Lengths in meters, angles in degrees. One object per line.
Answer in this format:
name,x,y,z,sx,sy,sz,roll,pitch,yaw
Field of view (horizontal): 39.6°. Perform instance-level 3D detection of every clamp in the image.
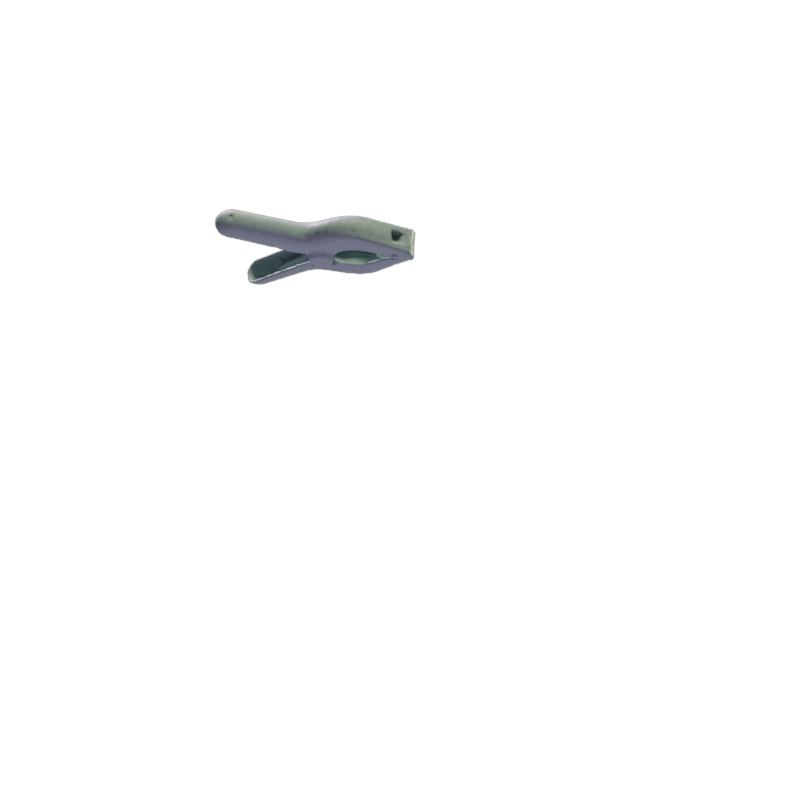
clamp,-0.076,-0.139,0.973,0.175,0.041,0.113,-5,-16,18
